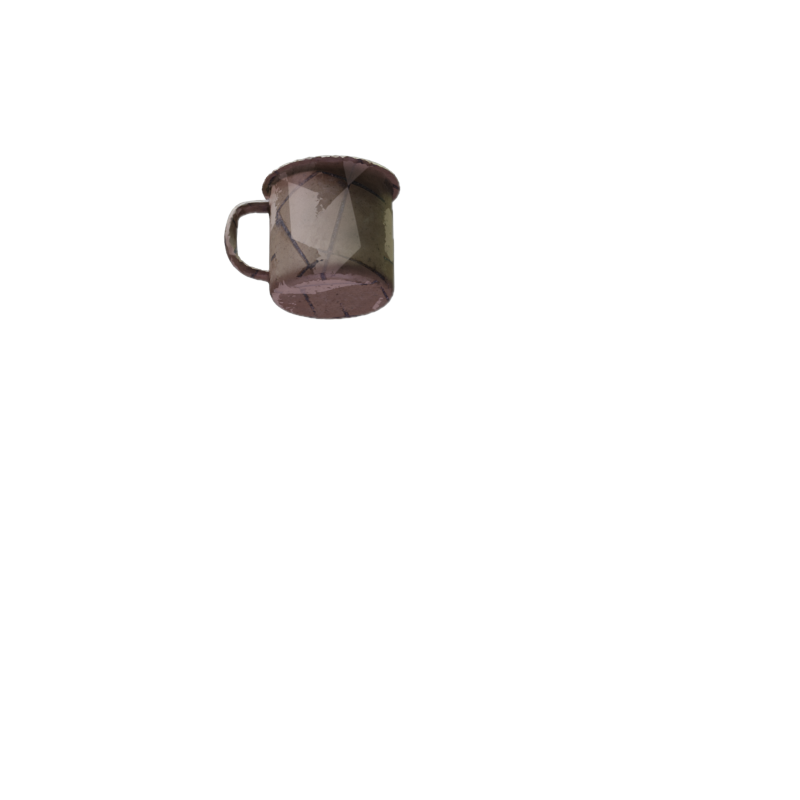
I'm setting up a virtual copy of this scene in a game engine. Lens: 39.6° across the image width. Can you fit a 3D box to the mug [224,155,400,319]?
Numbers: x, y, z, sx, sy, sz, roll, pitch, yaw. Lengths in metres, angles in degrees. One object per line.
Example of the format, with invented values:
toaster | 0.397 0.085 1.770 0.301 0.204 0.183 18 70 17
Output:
mug | -0.057 -0.104 0.728 0.116 0.086 0.090 2 -20 -8
